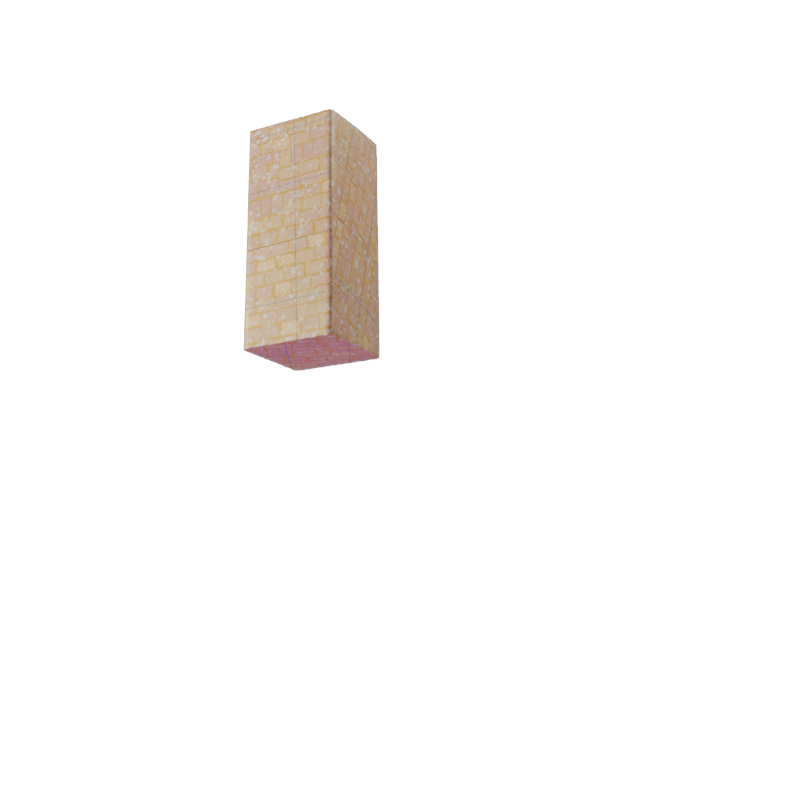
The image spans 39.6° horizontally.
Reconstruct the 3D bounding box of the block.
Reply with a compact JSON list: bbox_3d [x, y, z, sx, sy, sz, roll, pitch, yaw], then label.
[{"bbox_3d":[-0.077,-0.141,0.989,0.092,0.216,0.084,-11,-22,27],"label":"block"}]
